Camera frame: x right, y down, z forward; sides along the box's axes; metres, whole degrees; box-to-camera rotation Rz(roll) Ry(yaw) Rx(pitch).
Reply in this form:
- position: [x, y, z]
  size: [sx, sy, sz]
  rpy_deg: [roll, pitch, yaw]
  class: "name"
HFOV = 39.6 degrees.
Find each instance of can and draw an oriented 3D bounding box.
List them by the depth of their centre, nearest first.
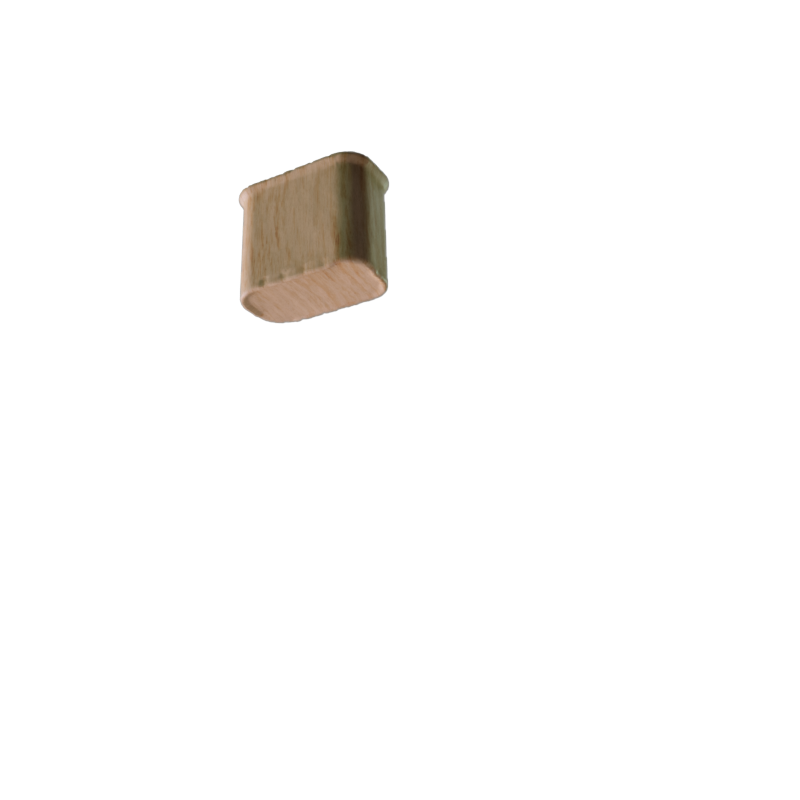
- position: [-0.057, -0.104, 0.732]
  size: [0.103, 0.089, 0.053]
  rpy_deg: [-16, -33, 25]
  class: "can"
